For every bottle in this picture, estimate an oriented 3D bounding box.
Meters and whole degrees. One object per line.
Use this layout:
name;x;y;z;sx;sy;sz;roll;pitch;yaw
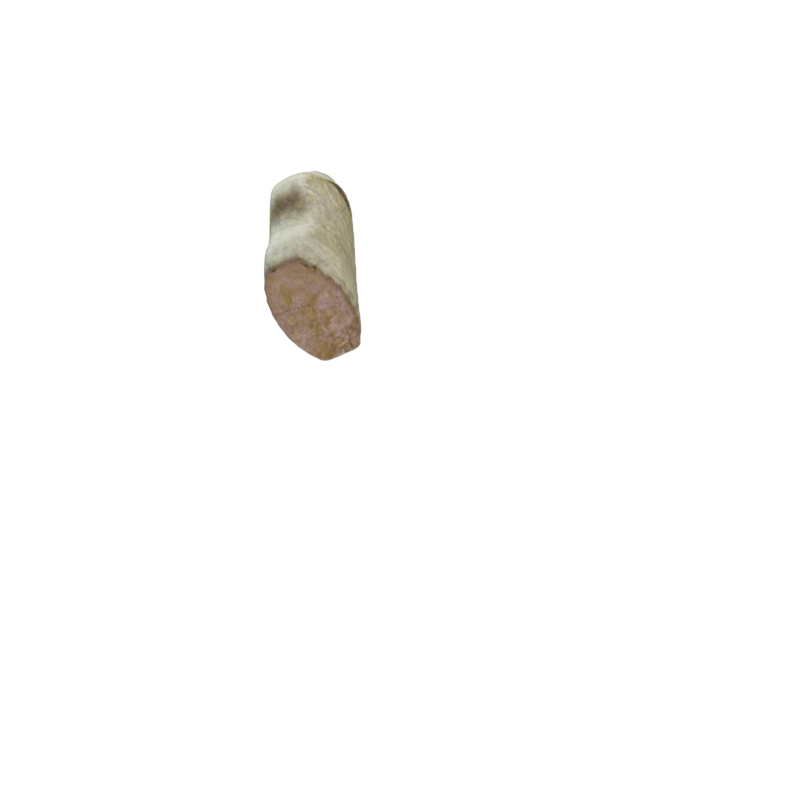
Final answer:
bottle;-0.068;-0.125;0.878;0.058;0.089;0.205;-25;36;16
